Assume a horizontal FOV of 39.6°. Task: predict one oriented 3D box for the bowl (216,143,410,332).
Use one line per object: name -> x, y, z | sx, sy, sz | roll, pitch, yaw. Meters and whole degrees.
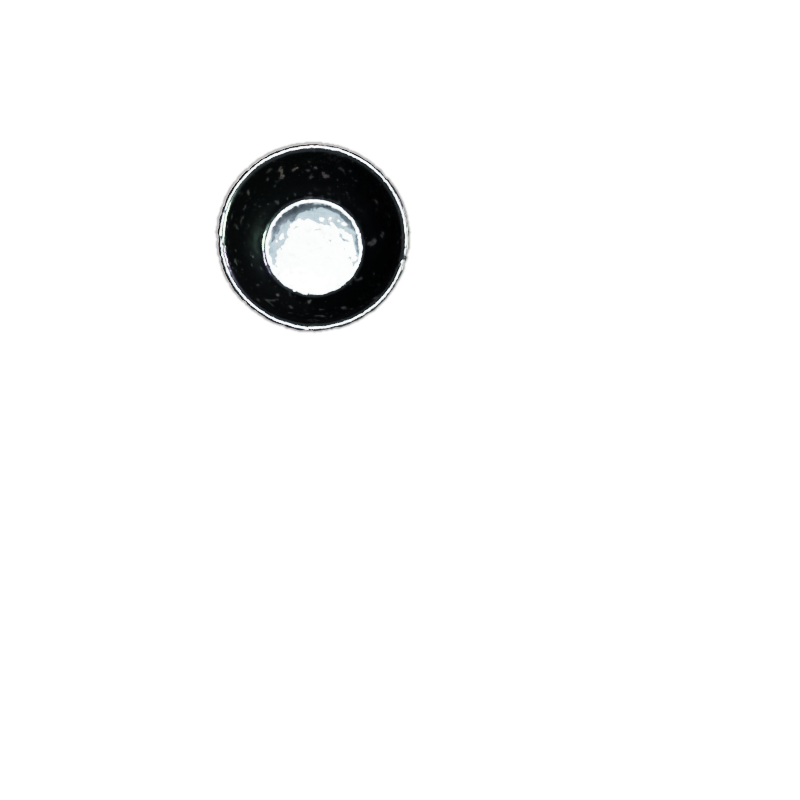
bowl -> -0.075, -0.136, 0.954 | 0.162, 0.166, 0.054 | 0, -10, -1
